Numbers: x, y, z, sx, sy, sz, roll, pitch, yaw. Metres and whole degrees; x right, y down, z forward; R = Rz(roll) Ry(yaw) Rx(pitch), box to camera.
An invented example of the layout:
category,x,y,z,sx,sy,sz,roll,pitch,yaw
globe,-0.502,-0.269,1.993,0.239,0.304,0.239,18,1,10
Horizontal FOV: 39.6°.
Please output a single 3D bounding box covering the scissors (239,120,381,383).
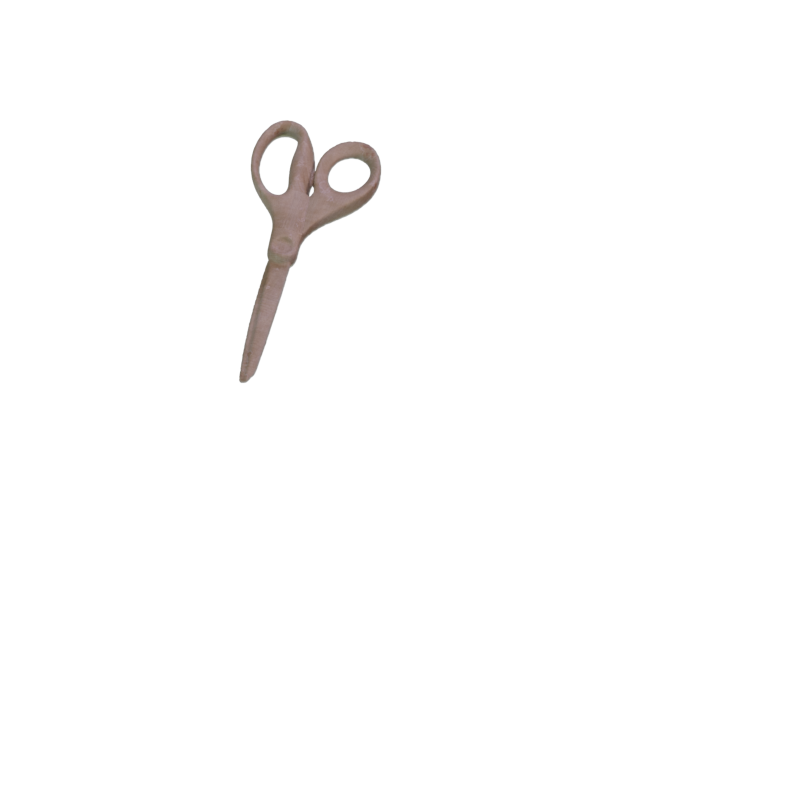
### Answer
category,x,y,z,sx,sy,sz,roll,pitch,yaw
scissors,-0.055,-0.101,0.705,0.096,0.216,0.015,-4,-34,-3
